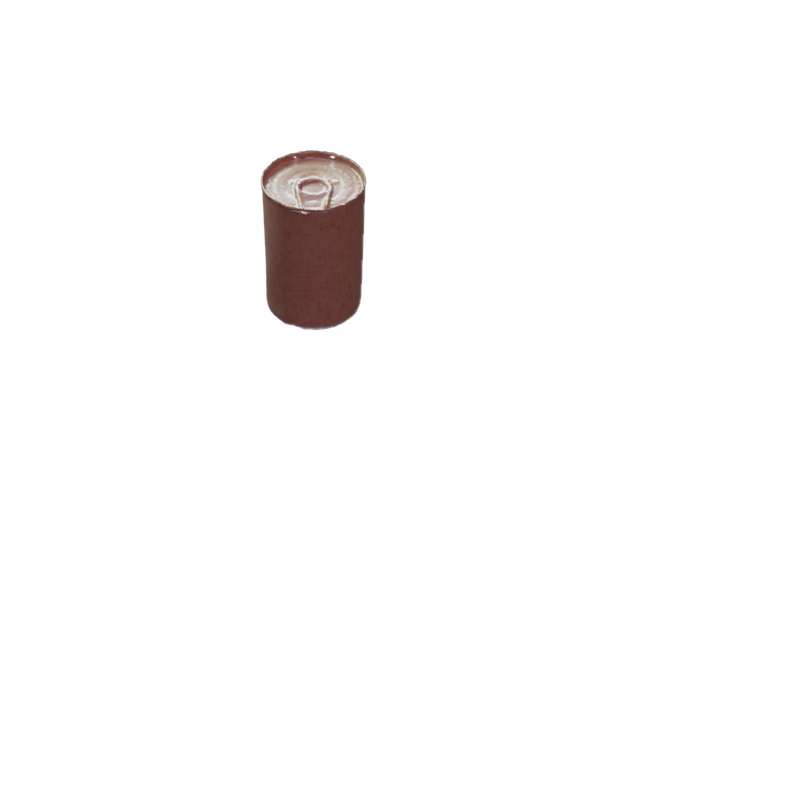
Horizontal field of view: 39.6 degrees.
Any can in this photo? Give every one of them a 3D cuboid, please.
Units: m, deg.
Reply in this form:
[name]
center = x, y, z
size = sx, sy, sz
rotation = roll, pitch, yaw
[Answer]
[can]
center = -0.058, -0.106, 0.740
size = 0.068, 0.095, 0.073
rotation = 0, 41, -3
